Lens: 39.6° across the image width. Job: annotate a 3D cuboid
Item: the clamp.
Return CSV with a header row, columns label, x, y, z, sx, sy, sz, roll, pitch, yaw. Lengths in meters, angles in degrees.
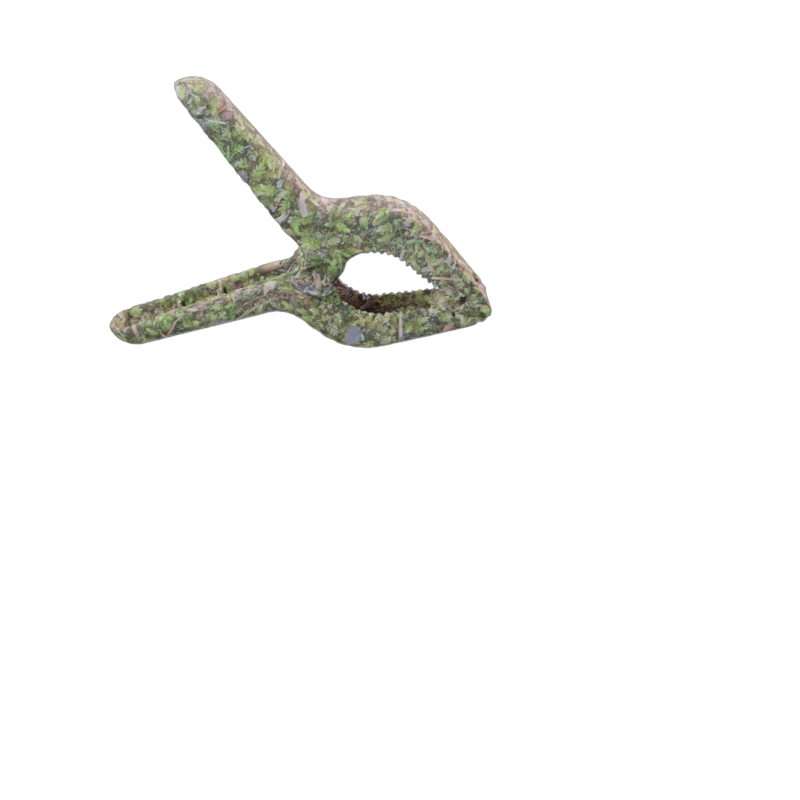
label,x,y,z,sx,sy,sz,roll,pitch,yaw
clamp,-0.048,-0.087,0.611,0.208,0.156,0.039,10,31,-6
